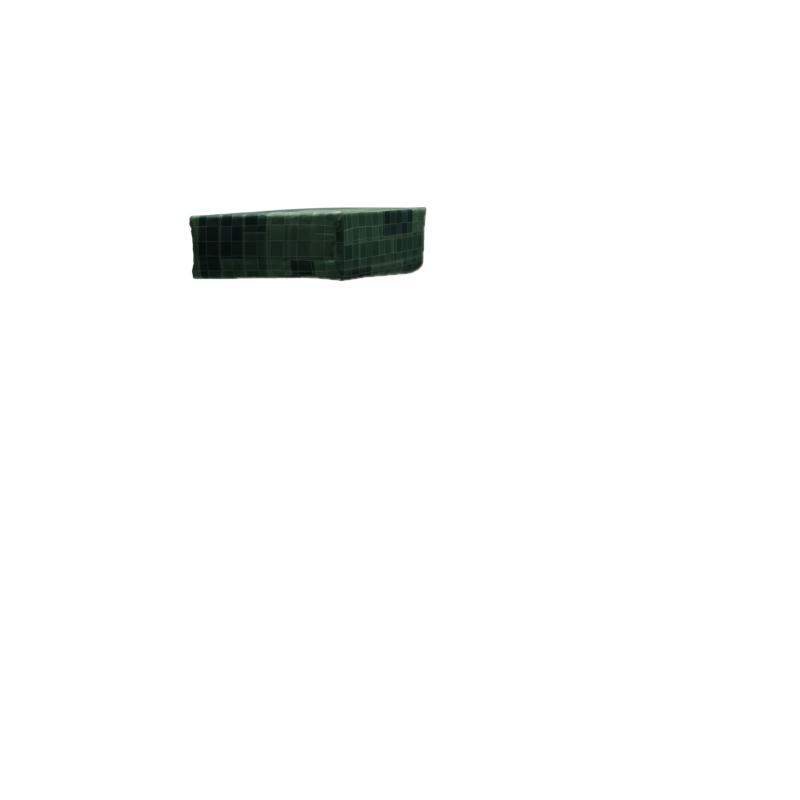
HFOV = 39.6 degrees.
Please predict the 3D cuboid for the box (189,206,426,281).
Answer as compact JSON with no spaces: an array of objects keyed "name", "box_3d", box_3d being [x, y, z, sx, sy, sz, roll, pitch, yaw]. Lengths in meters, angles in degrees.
[{"name":"box","box_3d":[-0.047,-0.086,0.604,0.093,0.038,0.111,4,9,25]}]
